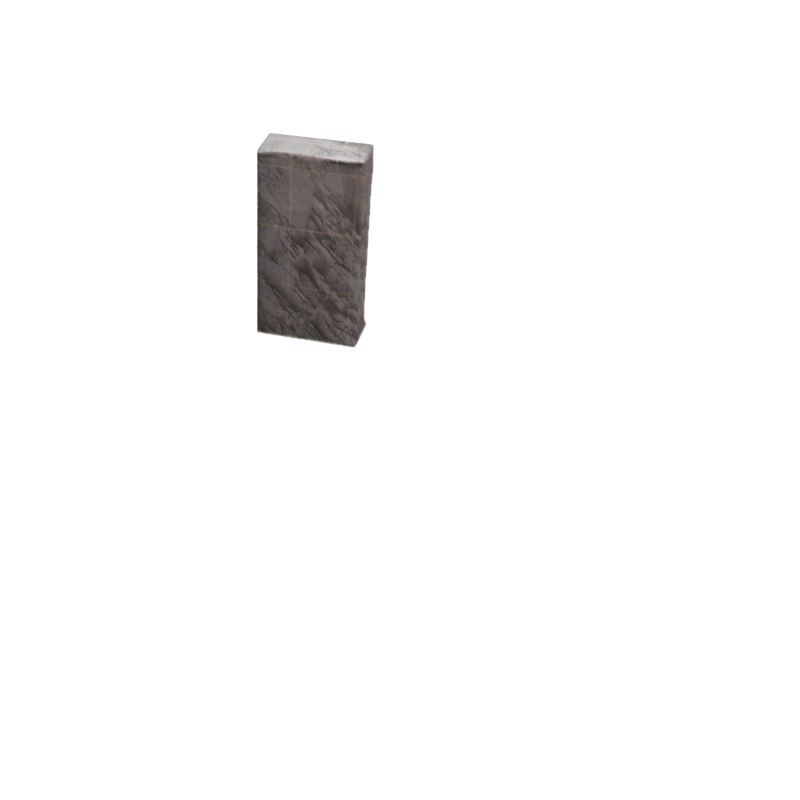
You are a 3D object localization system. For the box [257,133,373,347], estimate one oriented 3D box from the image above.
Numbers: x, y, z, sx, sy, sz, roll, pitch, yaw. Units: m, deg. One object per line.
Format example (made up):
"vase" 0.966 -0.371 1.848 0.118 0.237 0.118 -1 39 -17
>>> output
"box" -0.074 -0.135 0.945 0.095 0.166 0.050 9 32 10
